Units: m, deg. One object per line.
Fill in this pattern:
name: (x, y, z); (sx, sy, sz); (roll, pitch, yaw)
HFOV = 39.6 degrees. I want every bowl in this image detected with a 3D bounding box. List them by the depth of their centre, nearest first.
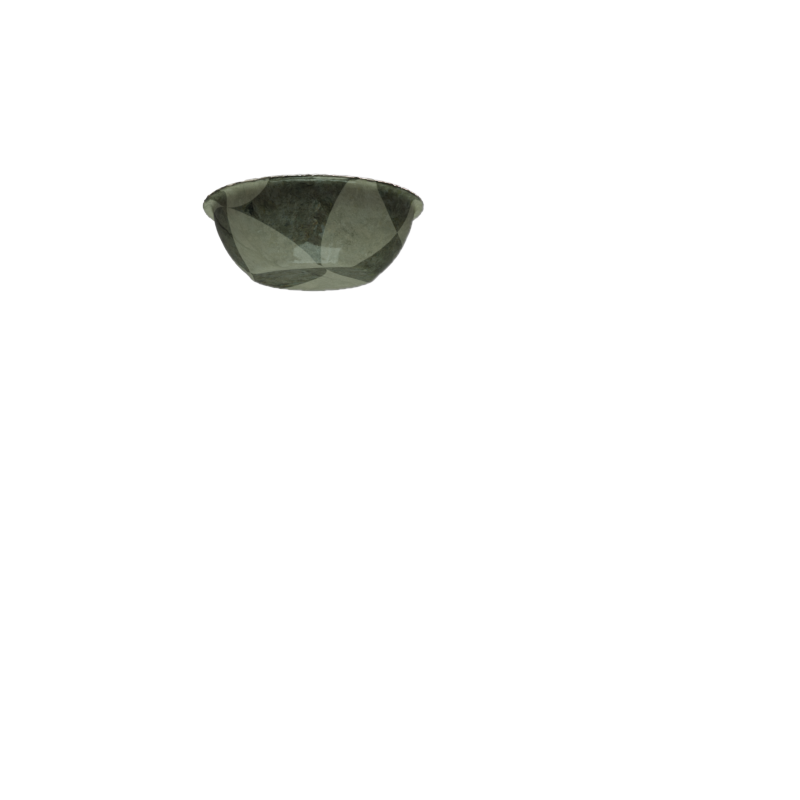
bowl: (-0.063, -0.115, 0.805); (0.162, 0.057, 0.158); (0, -8, -2)
